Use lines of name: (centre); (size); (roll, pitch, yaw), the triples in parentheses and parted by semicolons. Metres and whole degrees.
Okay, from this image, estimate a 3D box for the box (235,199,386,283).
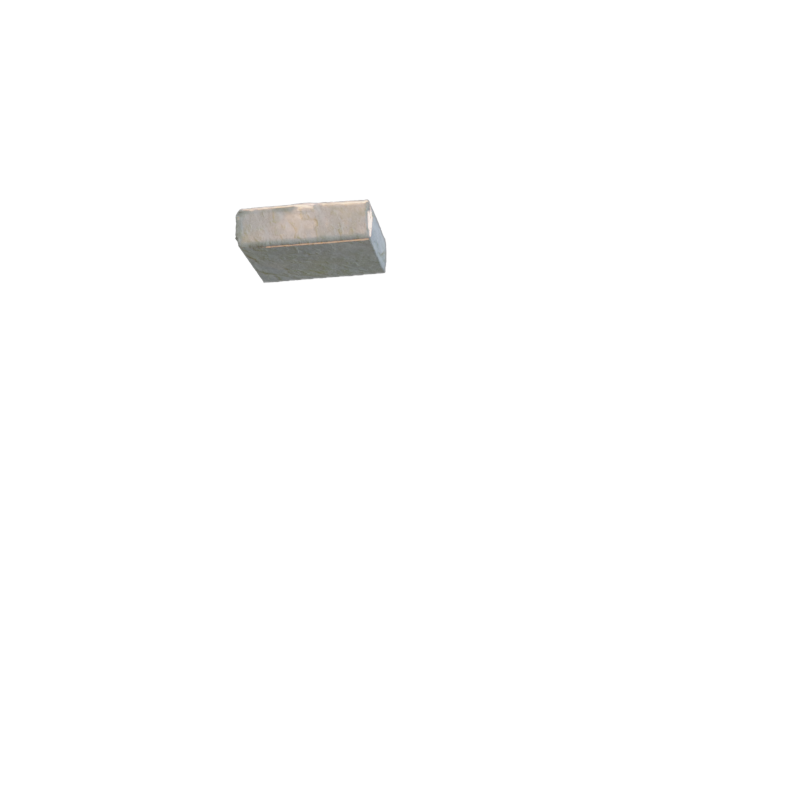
box: (-0.058, -0.105, 0.737); (0.090, 0.031, 0.069); (-2, -14, 9)
